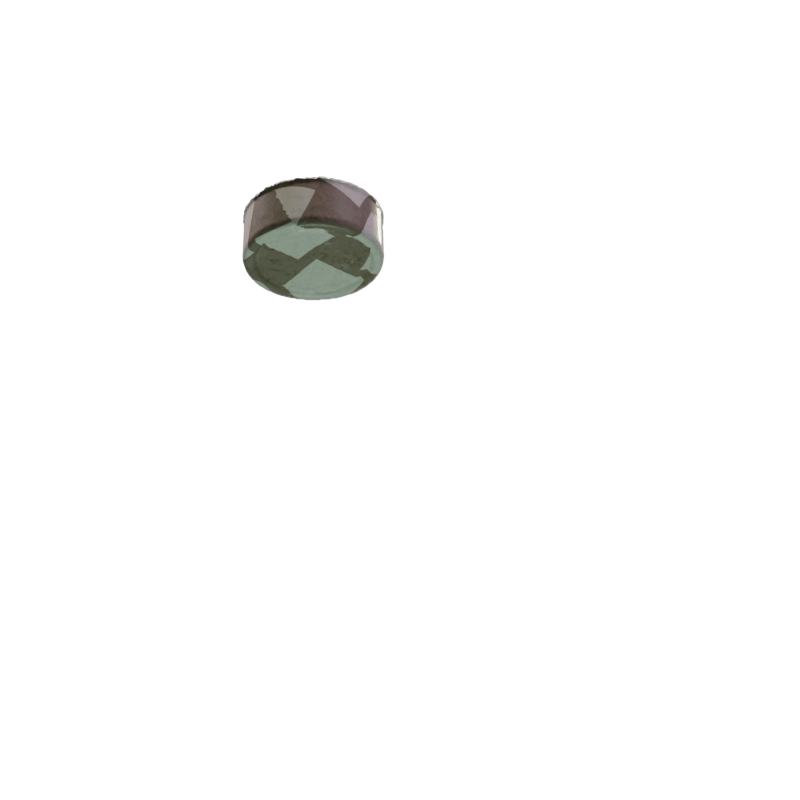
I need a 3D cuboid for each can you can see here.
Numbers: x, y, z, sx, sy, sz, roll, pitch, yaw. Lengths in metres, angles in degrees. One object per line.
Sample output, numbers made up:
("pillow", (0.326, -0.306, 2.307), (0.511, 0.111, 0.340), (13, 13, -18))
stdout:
("can", (-0.052, -0.095, 0.668), (0.086, 0.036, 0.081), (1, -29, -2))
